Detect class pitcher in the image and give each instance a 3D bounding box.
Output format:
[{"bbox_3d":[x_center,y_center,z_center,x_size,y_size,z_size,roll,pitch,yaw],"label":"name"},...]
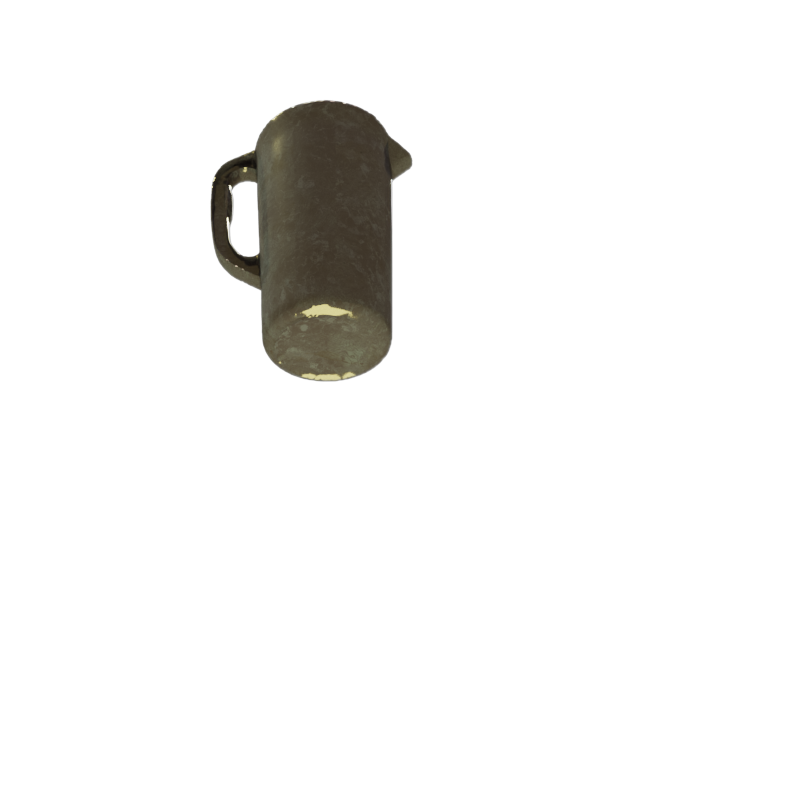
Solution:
[{"bbox_3d":[-0.077,-0.141,0.989,0.136,0.261,0.148,30,-49,-33],"label":"pitcher"}]
